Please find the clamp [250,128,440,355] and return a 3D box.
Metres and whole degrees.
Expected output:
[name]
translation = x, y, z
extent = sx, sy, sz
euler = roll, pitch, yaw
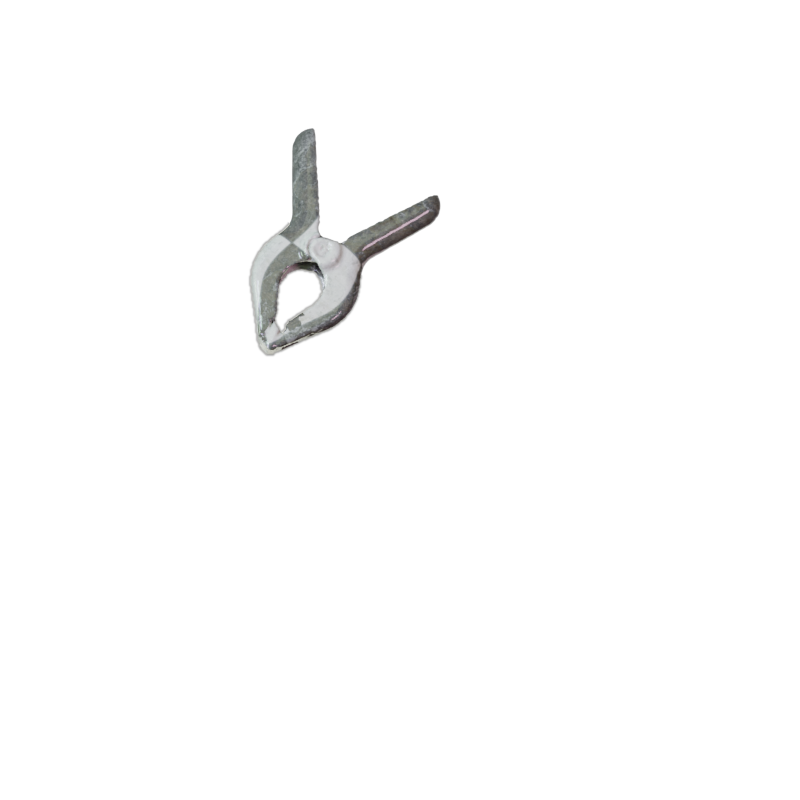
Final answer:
[clamp]
translation = -0.064, -0.116, 0.813
extent = 0.124, 0.174, 0.037
euler = 35, -18, 12
